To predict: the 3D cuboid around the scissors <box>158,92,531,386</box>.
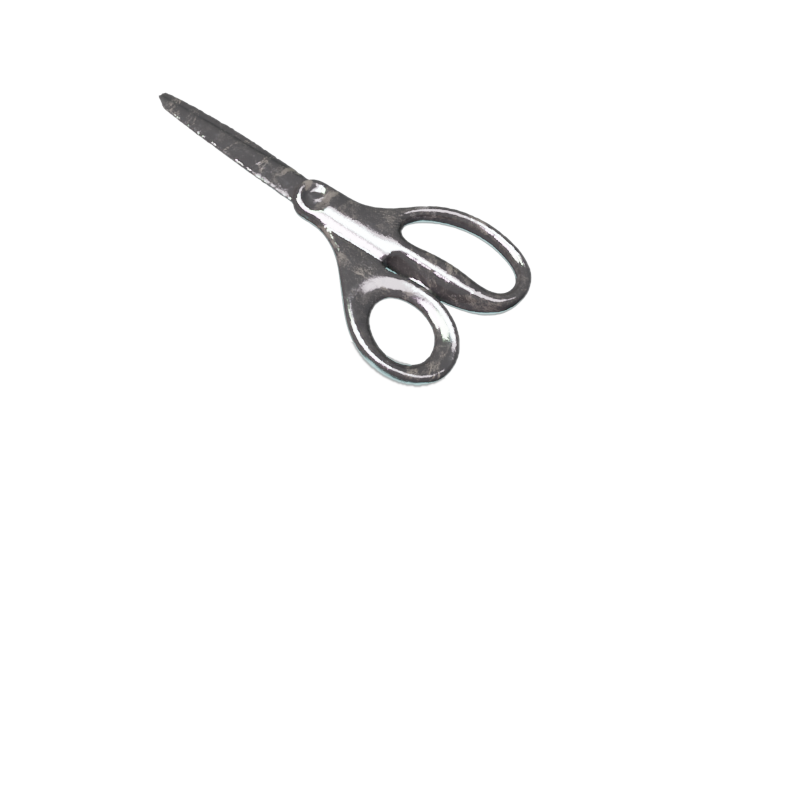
[{"bbox_3d":[-0.041,-0.074,0.520,0.205,0.099,0.015,21,-21,9],"label":"scissors"}]
